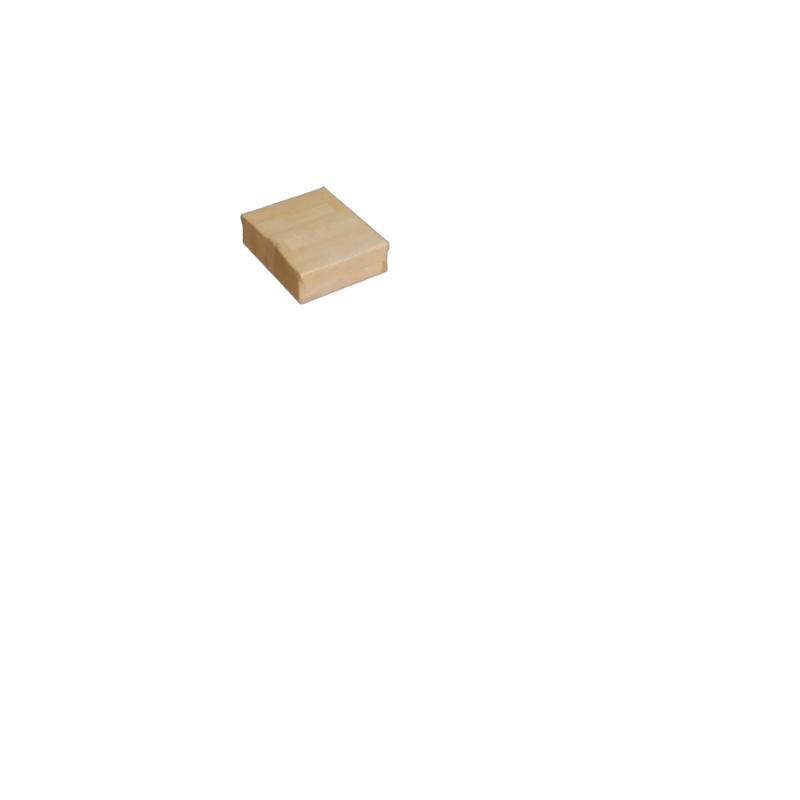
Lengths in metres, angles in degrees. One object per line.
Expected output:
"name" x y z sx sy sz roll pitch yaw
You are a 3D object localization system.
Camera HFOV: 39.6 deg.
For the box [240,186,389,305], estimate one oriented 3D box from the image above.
"box" -0.062 -0.113 0.794 0.072 0.028 0.096 -22 46 -24
